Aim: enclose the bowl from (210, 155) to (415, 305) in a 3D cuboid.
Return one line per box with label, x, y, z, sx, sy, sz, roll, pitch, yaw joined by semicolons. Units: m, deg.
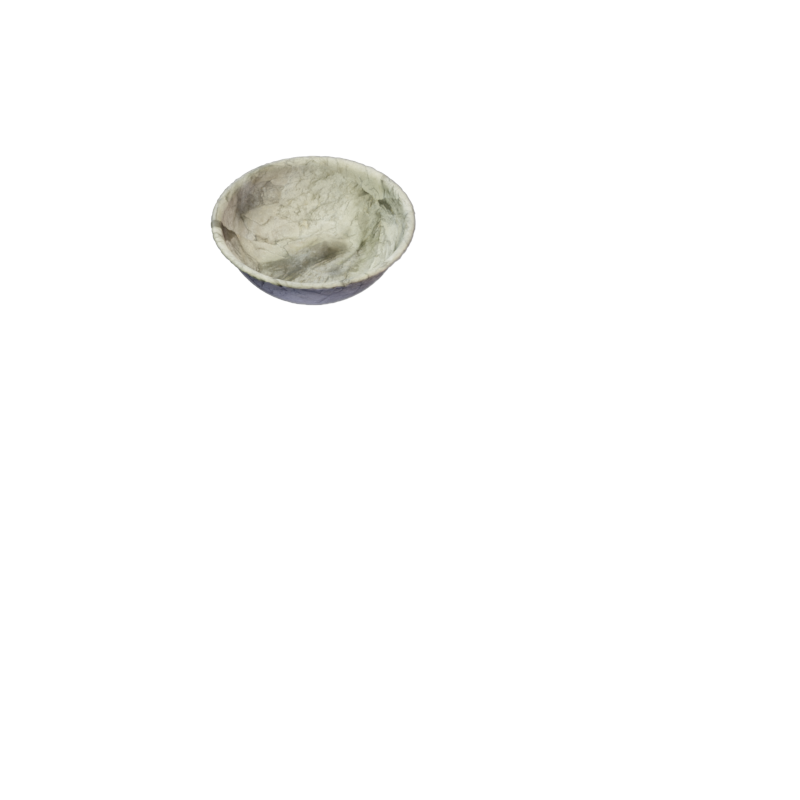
bowl;-0.070;-0.127;0.890;0.162;0.174;0.051;-1;-44;-1
